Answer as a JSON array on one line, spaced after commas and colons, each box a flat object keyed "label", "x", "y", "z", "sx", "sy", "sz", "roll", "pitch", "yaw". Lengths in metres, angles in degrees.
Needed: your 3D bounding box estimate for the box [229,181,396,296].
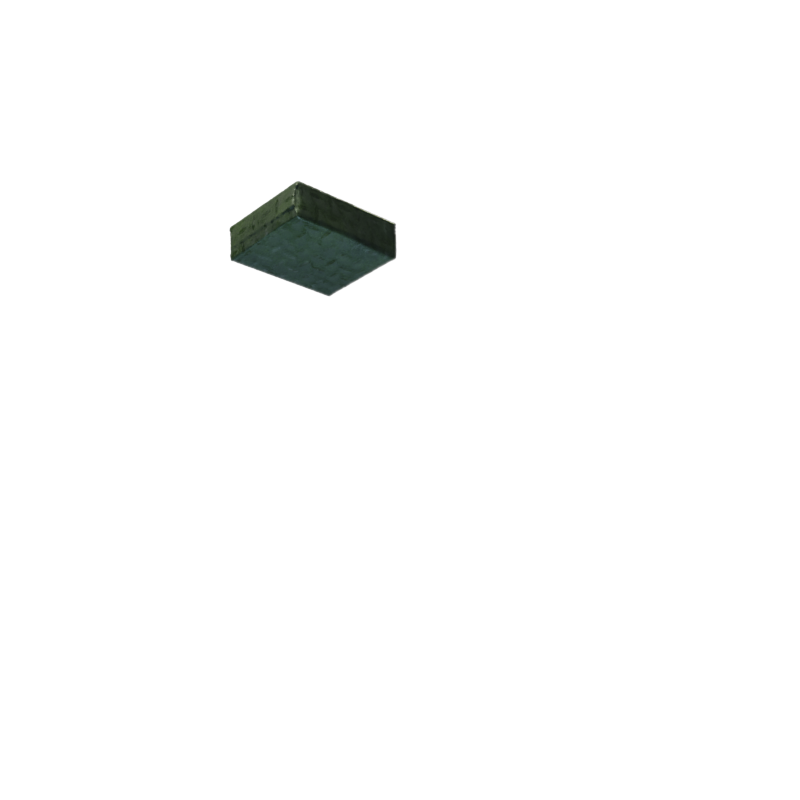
[{"label": "box", "x": -0.072, "y": -0.132, "z": 0.926, "sx": 0.107, "sy": 0.041, "sz": 0.090, "roll": 21, "pitch": -33, "yaw": -38}]
